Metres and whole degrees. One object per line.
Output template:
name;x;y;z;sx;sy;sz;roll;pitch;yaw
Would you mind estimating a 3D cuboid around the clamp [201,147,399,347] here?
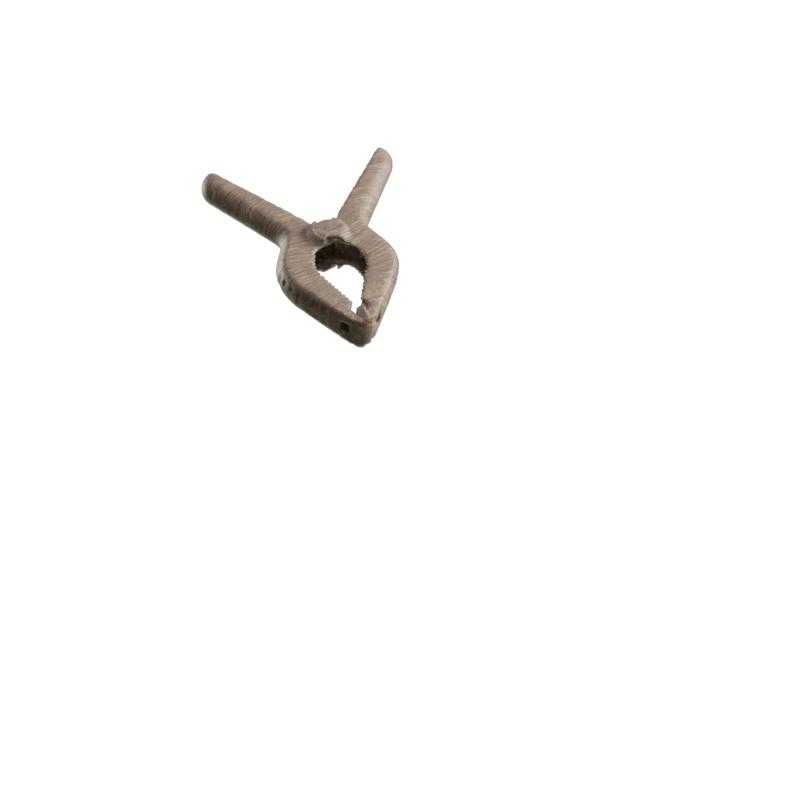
clamp;-0.068;-0.125;0.875;0.163;0.227;0.034;-8;-43;-7
